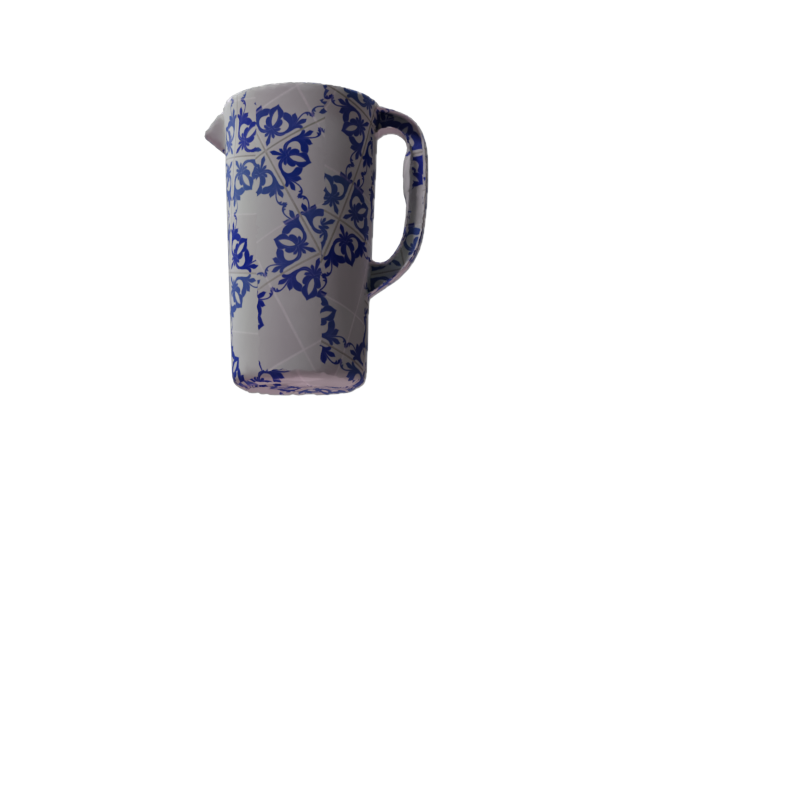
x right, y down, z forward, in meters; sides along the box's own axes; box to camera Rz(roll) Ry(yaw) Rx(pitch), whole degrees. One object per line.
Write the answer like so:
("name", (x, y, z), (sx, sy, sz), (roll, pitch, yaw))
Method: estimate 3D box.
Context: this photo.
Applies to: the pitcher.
("pitcher", (-0.071, -0.130, 0.908), (0.138, 0.250, 0.152), (8, -13, -38))
